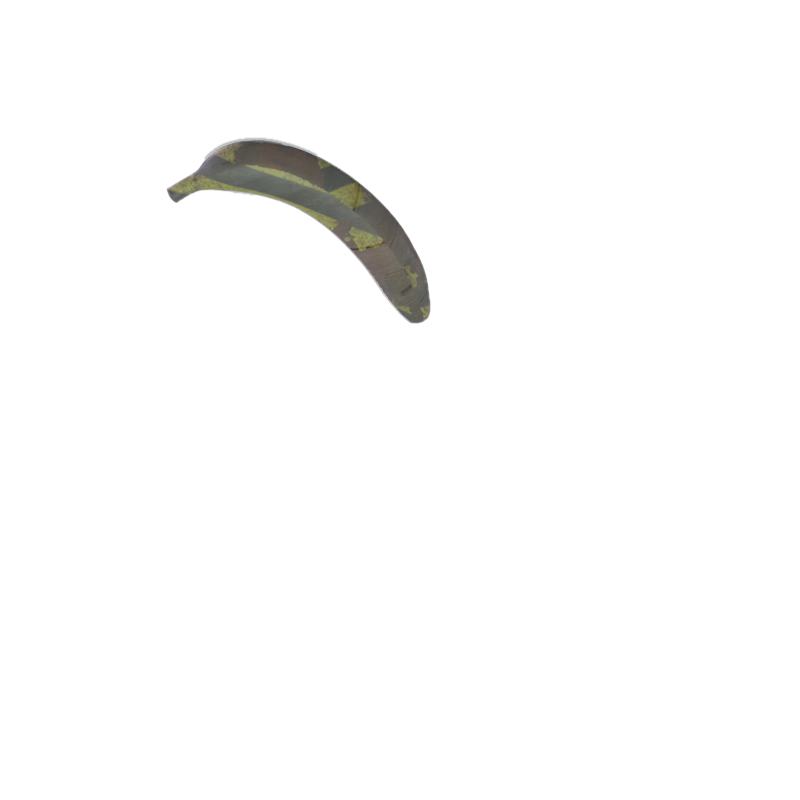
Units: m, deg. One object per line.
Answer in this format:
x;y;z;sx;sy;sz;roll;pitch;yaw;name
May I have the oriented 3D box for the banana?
-0.051;-0.121;0.733;0.192;0.068;0.039;27;24;-13;banana
